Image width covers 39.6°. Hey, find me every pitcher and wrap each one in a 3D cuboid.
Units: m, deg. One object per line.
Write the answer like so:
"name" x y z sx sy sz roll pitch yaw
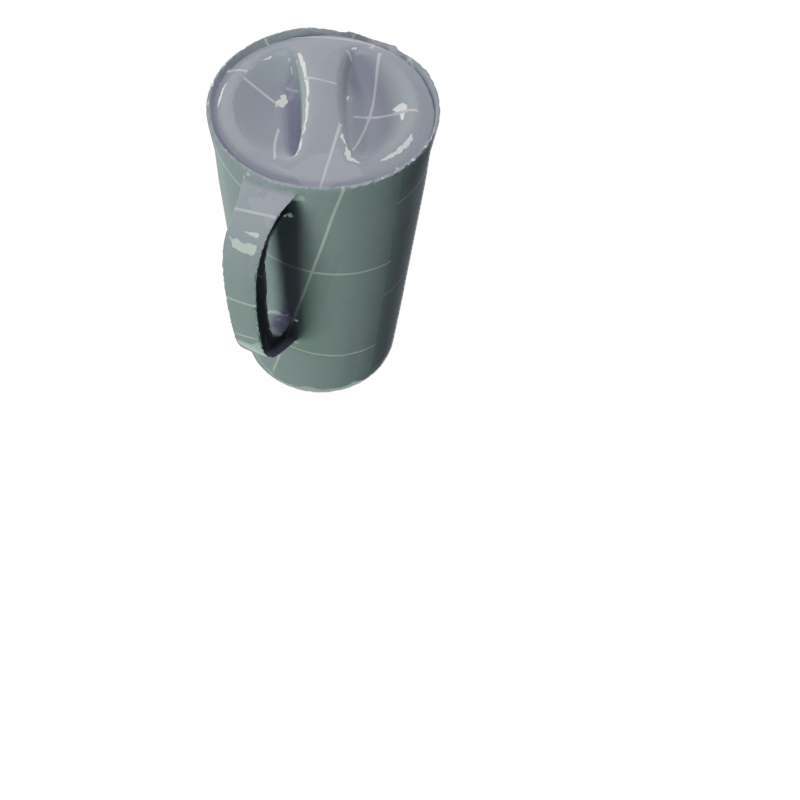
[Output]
"pitcher" -0.056 -0.102 0.713 0.148 0.156 0.227 -17 -32 -14
